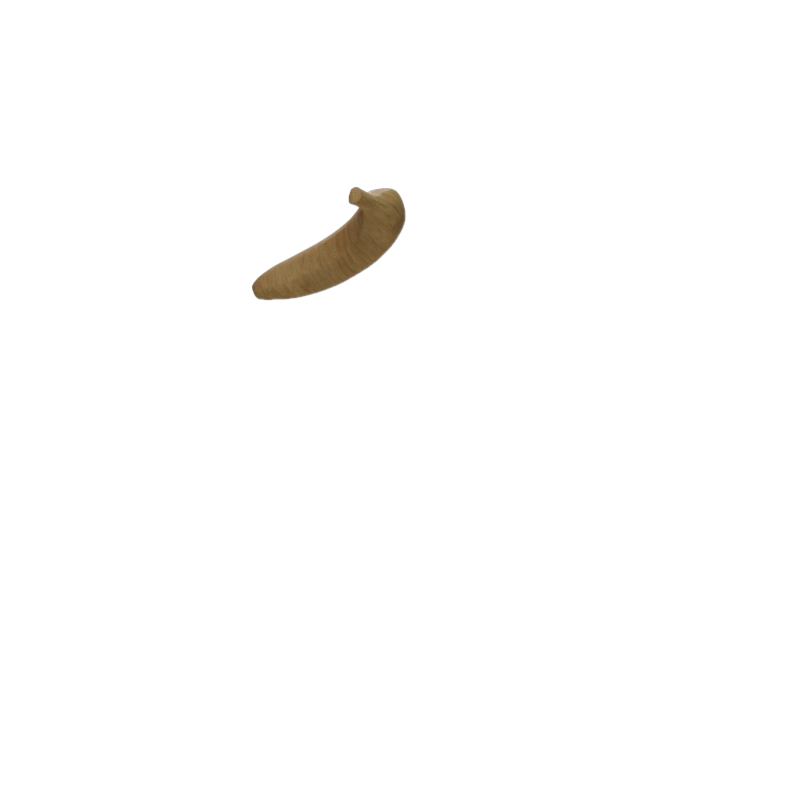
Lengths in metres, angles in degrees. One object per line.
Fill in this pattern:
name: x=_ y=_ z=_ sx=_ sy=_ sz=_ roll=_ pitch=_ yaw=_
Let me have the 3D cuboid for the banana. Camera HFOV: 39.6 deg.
banana: x=-0.047 y=-0.118 z=0.838 sx=0.067 sy=0.039 sz=0.195 roll=10 pitch=-22 yaw=-26
